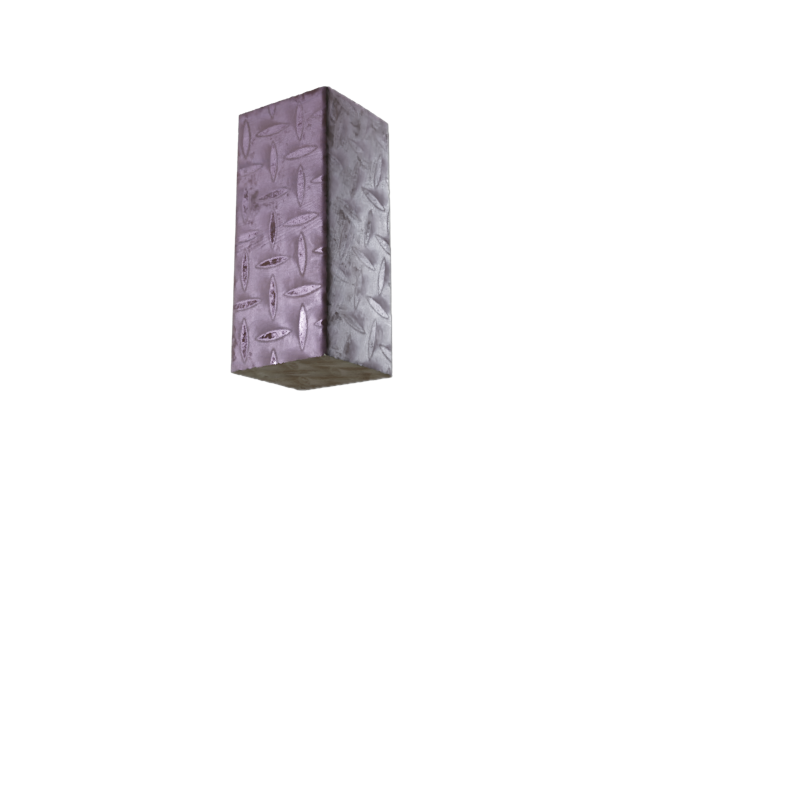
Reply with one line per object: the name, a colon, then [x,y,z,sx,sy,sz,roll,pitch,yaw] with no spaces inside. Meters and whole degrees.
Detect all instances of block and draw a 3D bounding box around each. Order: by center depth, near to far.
block: [-0.066,-0.121,0.846,0.092,0.215,0.085,-13,-21,32]
